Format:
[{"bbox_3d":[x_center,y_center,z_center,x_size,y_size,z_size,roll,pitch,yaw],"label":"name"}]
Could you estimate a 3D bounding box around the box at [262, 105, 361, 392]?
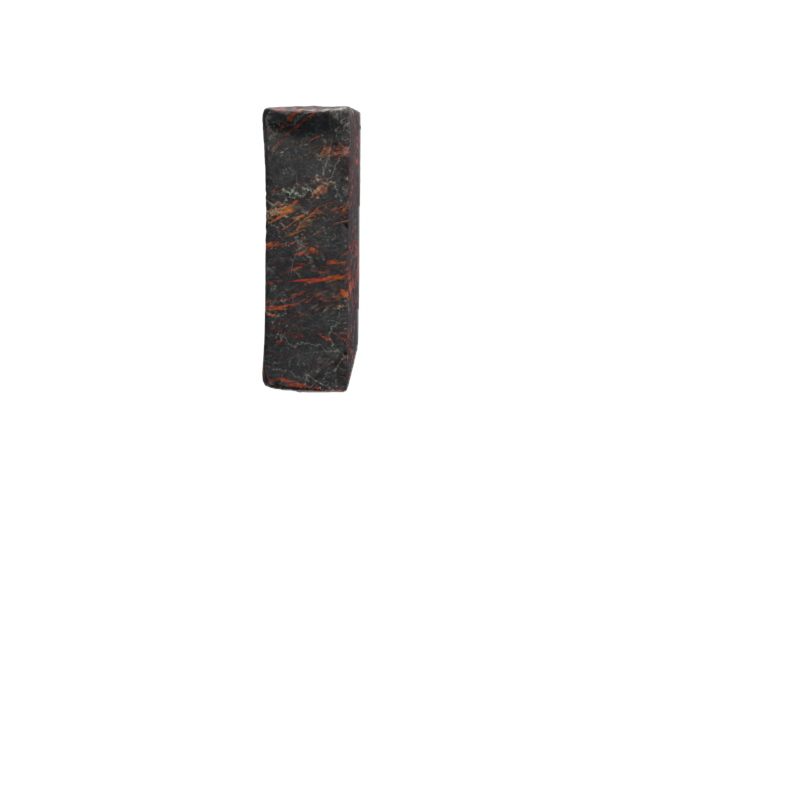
[{"bbox_3d":[-0.070,-0.128,0.893,0.072,0.211,0.166,1,8,1],"label":"box"}]
